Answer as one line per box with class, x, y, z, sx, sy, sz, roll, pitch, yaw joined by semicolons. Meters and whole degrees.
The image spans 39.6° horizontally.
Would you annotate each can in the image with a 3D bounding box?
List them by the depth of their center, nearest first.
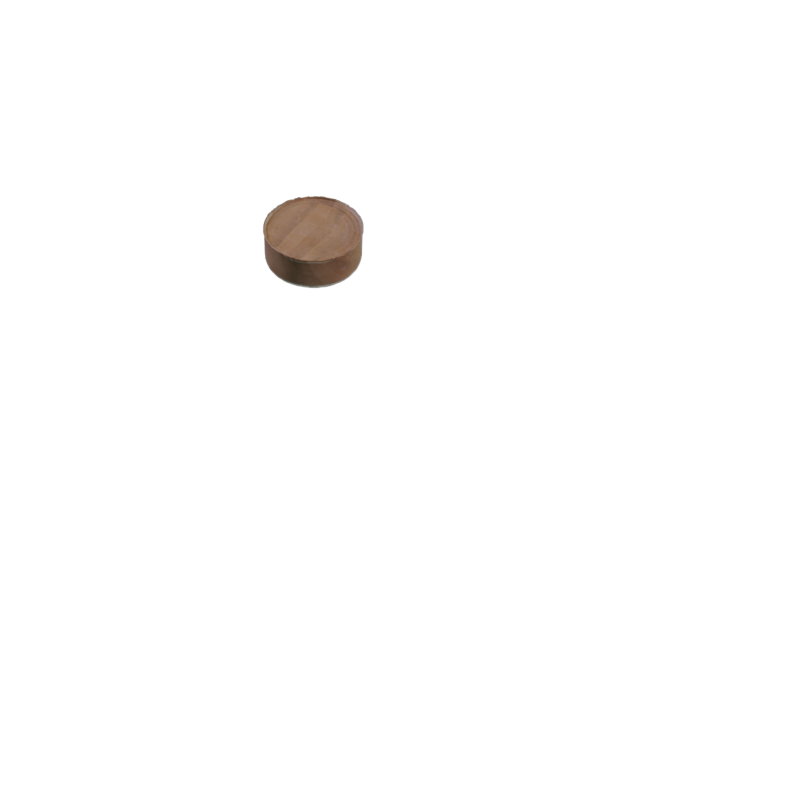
can;-0.074;-0.136;0.950;0.086;0.092;0.031;-1;-45;-1
